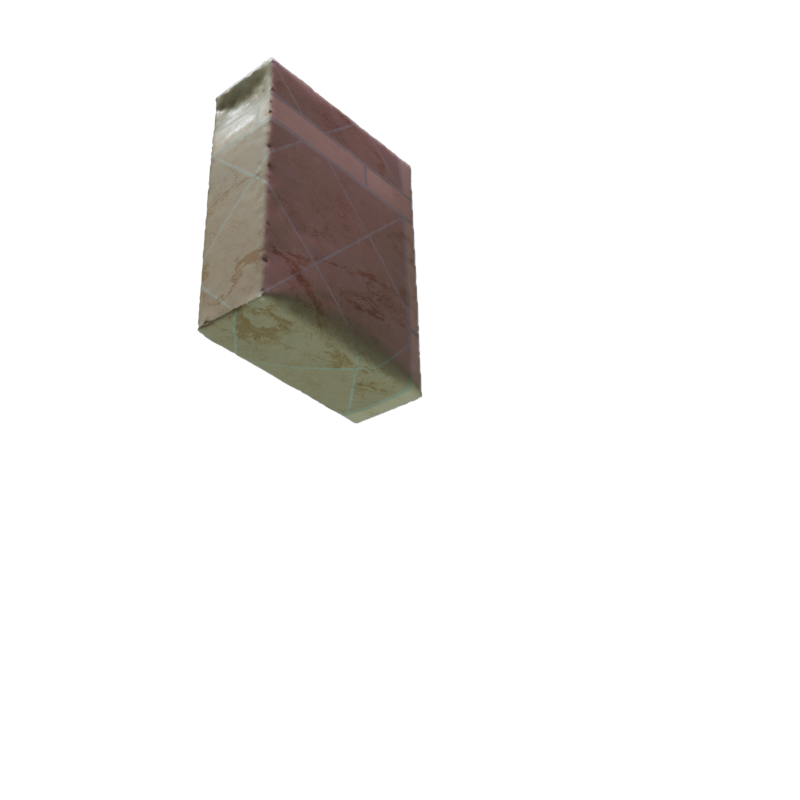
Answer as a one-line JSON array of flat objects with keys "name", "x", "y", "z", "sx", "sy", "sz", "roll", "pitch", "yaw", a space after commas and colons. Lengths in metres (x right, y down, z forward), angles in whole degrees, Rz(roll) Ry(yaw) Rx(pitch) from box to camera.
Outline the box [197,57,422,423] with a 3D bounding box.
[{"name": "box", "x": -0.062, "y": -0.114, "z": 0.798, "sx": 0.072, "sy": 0.229, "sz": 0.153, "roll": -28, "pitch": -42, "yaw": 32}]
